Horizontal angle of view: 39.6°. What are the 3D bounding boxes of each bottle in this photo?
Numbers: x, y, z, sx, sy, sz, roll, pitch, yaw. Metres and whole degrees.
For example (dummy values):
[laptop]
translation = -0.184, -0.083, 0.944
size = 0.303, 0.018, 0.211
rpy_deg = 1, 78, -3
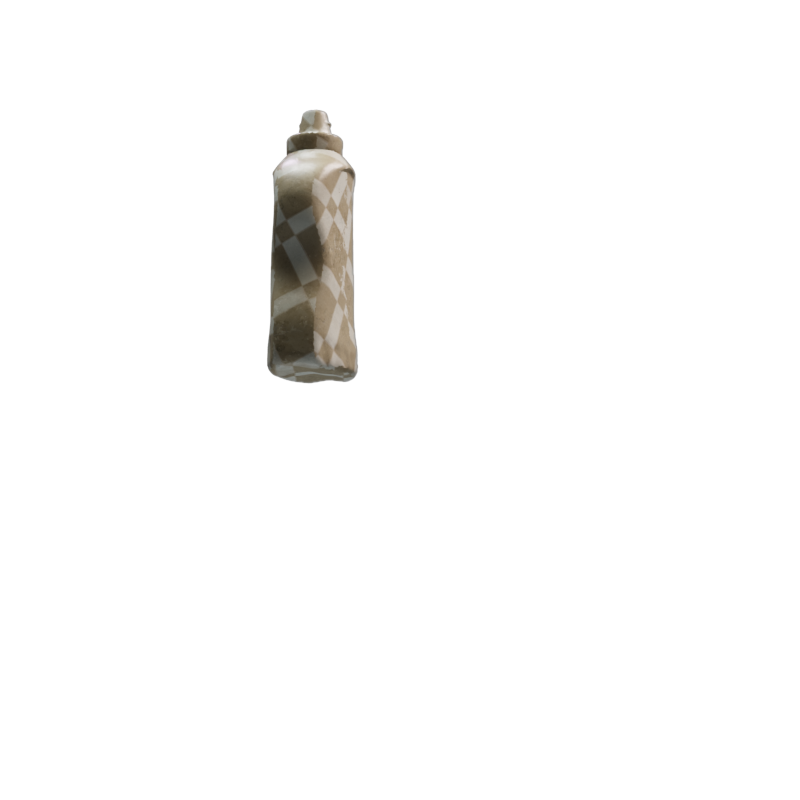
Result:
[bottle]
translation = -0.061, -0.112, 0.782
size = 0.059, 0.198, 0.091
rpy_deg = -4, -13, 15
